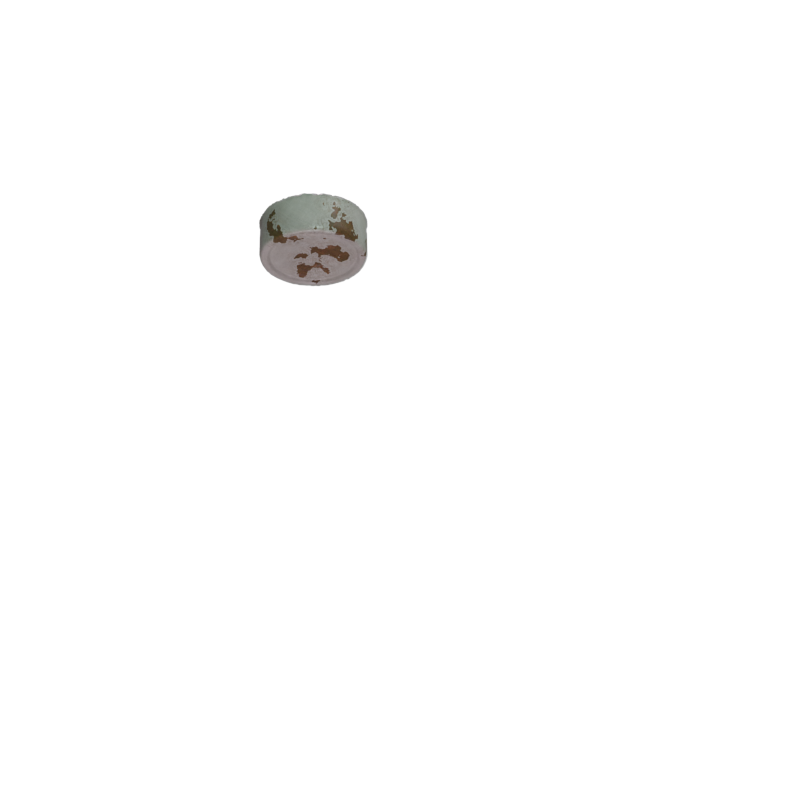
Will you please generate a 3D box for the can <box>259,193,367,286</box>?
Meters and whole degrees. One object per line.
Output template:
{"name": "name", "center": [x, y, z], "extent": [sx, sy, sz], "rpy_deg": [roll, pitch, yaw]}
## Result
{"name": "can", "center": [-0.068, -0.124, 0.871], "extent": [0.086, 0.036, 0.081], "rpy_deg": [1, -28, -2]}
